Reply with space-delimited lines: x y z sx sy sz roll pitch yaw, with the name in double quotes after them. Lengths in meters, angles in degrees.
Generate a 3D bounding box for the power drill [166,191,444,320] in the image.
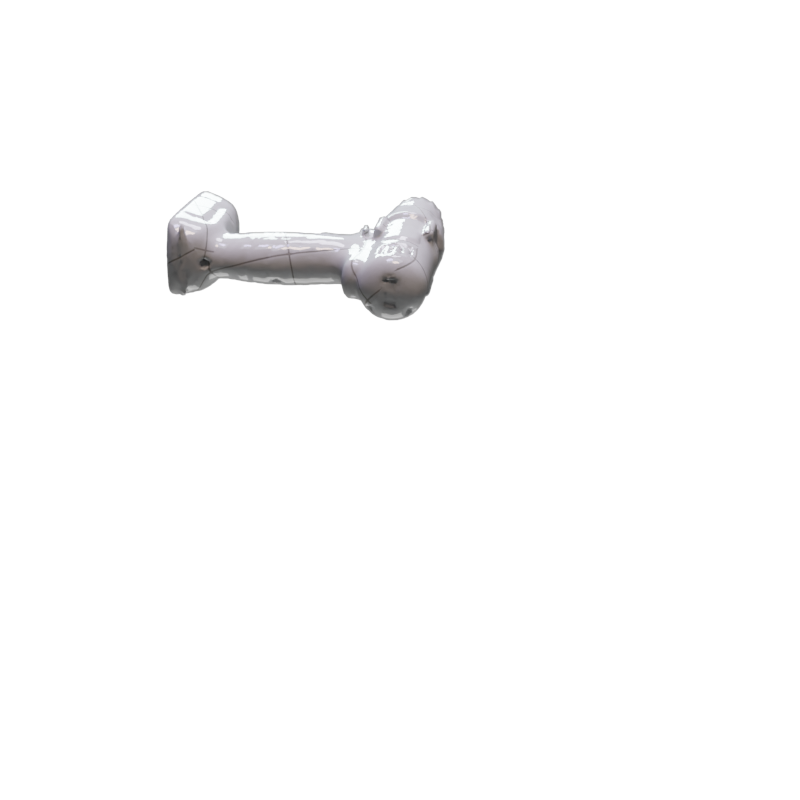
-0.063 -0.114 0.799 0.190 0.055 0.190 3 23 8 "power drill"
